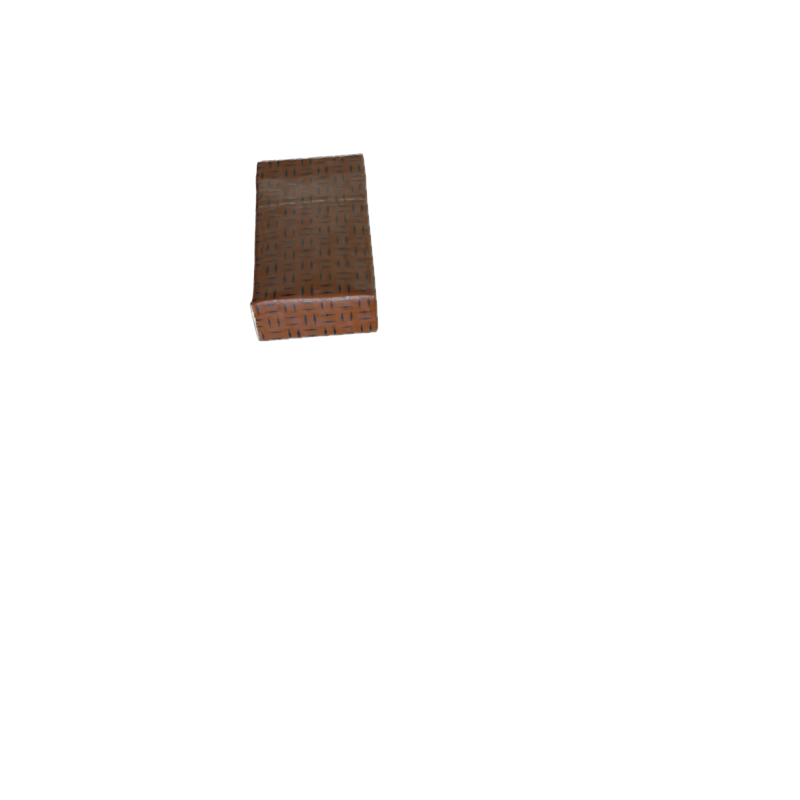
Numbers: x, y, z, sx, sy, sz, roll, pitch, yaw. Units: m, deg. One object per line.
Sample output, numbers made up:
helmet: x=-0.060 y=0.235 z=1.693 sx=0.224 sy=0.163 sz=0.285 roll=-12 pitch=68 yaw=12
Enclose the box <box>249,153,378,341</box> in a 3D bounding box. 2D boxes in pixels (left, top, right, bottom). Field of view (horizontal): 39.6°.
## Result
box: x=-0.068 y=-0.125 z=0.877 sx=0.093 sy=0.045 sz=0.189 roll=-5 pitch=43 yaw=1
